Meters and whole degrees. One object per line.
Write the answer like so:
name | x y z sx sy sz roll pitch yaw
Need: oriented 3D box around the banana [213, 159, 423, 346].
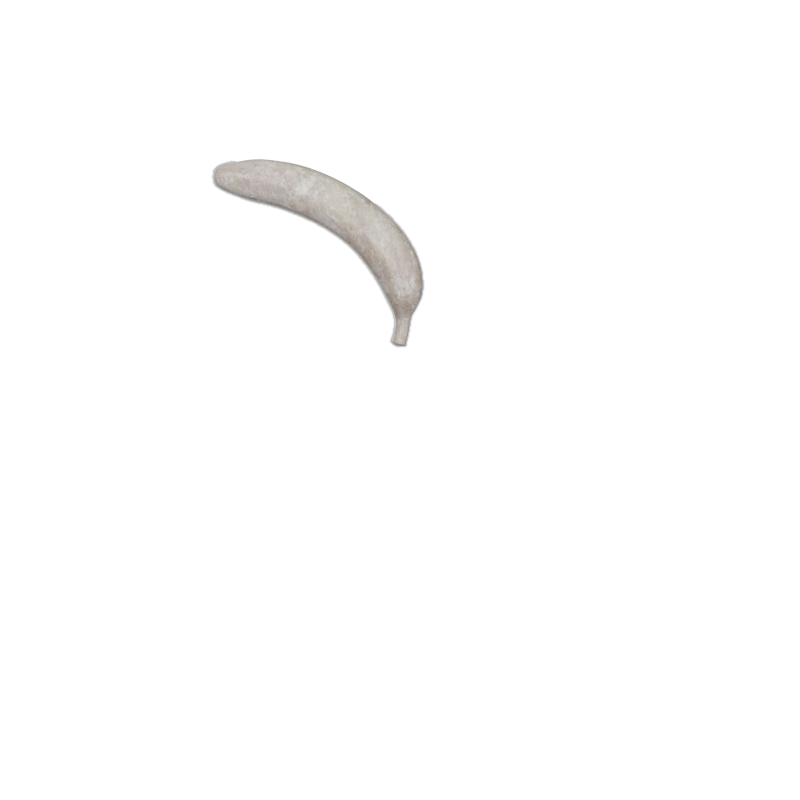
banana | -0.050 -0.130 0.836 0.203 0.070 0.035 42 -11 10
